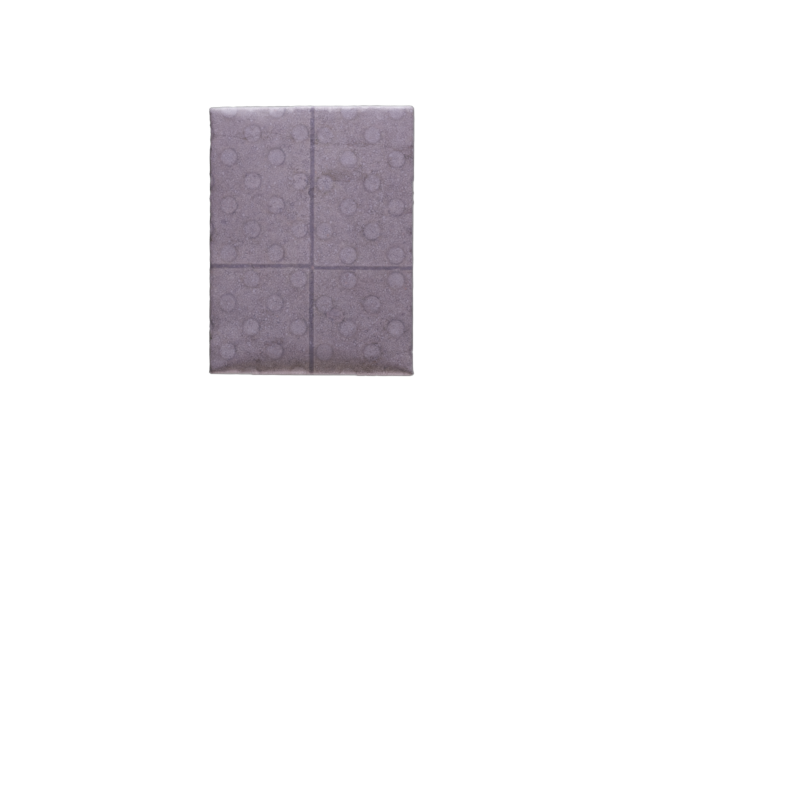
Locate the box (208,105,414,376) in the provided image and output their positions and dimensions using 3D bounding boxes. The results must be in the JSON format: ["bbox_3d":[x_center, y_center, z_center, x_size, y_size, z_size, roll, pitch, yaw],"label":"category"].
[{"bbox_3d":[-0.071,-0.129,0.901,0.164,0.214,0.072,0,0,1],"label":"box"}]
